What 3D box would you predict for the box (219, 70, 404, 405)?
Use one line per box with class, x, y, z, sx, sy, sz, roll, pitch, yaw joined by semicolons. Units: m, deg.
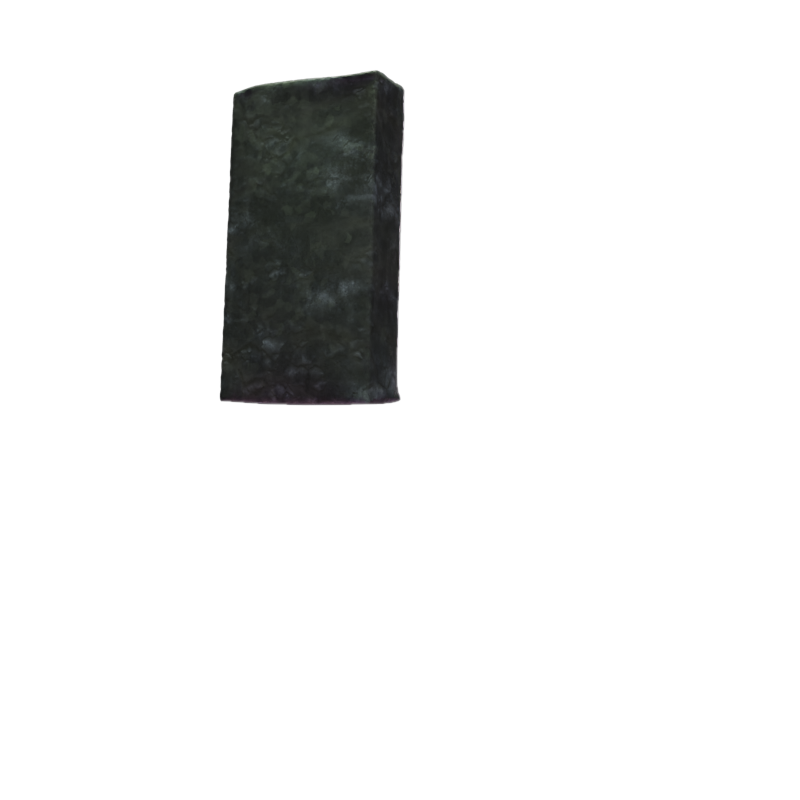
box;-0.048;-0.086;0.606;0.096;0.179;0.046;-3;-7;26
